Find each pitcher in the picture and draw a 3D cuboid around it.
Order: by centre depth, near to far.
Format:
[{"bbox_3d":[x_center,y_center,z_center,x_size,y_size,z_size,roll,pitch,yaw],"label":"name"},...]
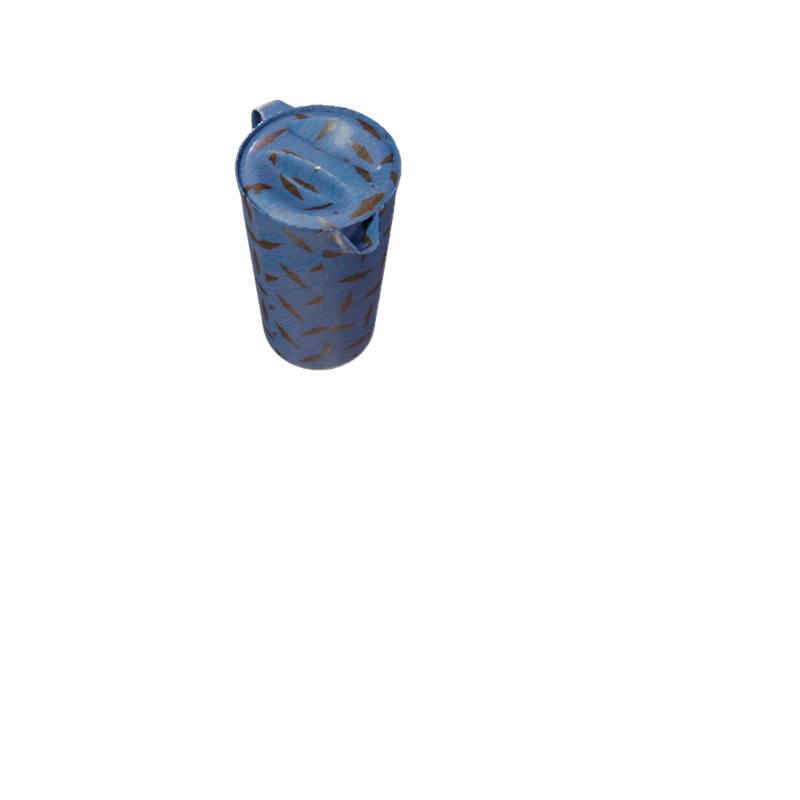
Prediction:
[{"bbox_3d":[-0.076,-0.139,0.977,0.147,0.157,0.227,13,-33,5],"label":"pitcher"}]
